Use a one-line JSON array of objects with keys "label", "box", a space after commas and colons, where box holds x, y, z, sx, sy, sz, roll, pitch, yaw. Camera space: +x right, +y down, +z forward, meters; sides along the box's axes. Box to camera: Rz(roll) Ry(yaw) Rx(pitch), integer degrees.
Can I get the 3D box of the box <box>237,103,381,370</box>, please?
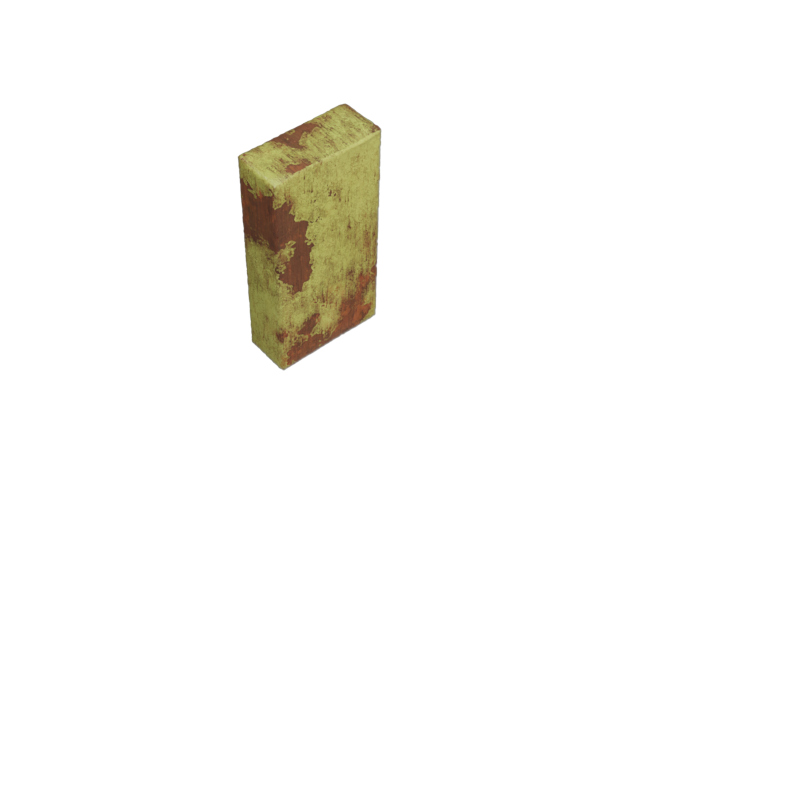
[{"label": "box", "box": [-0.060, -0.110, 0.770, 0.094, 0.164, 0.051, -33, 59, -27]}]
